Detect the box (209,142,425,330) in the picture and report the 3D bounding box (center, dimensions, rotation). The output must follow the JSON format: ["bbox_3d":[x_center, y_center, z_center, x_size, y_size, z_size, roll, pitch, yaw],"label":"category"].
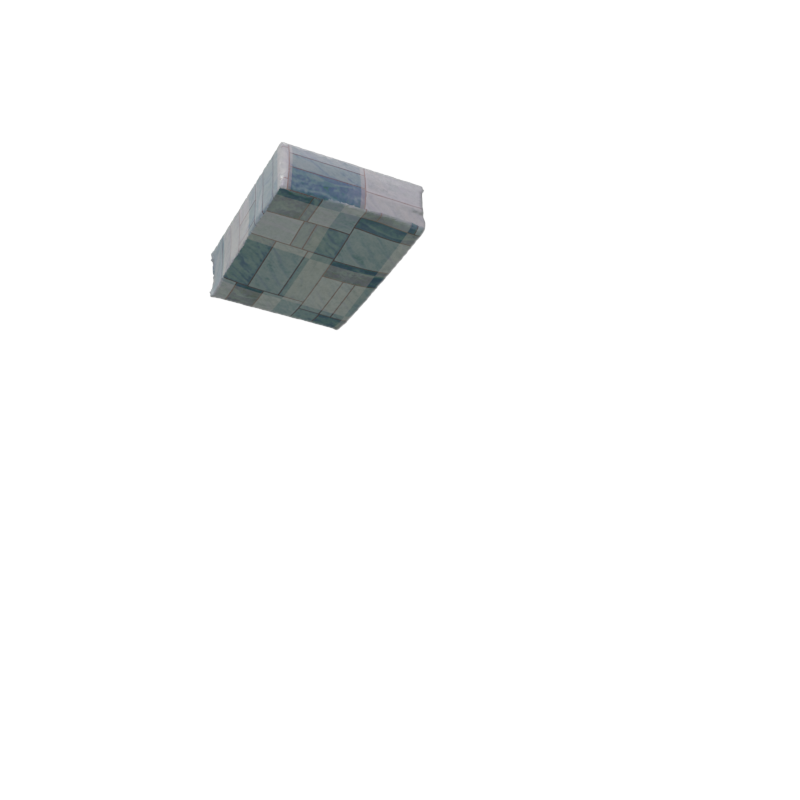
[{"bbox_3d":[-0.051,-0.092,0.647,0.086,0.042,0.110,17,-40,-22],"label":"box"}]
